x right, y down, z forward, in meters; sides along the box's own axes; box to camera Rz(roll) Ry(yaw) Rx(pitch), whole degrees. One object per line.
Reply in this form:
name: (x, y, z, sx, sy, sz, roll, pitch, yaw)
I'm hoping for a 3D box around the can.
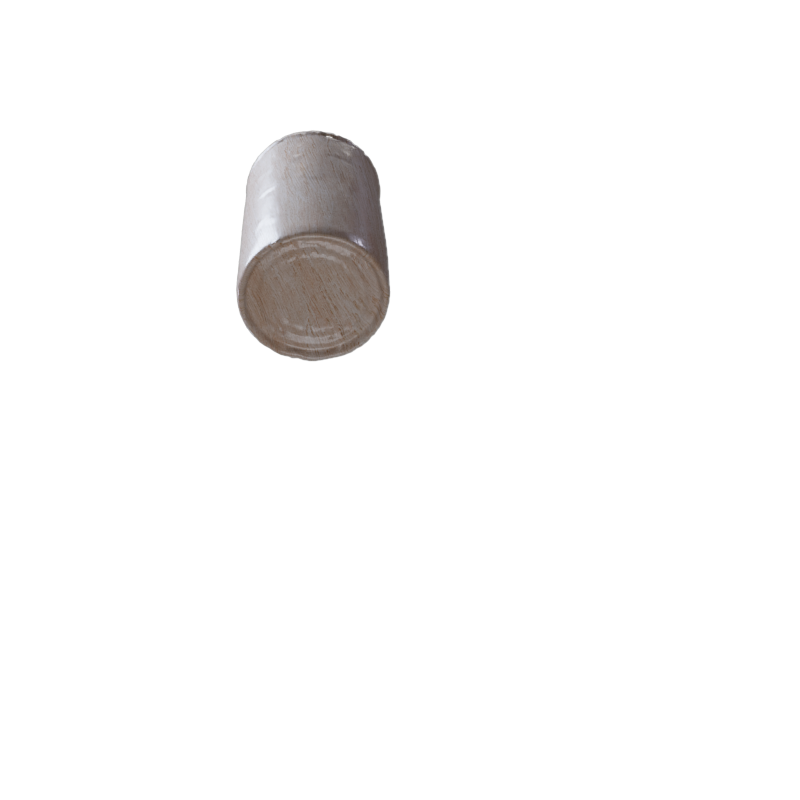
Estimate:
can: (-0.040, -0.074, 0.516, 0.068, 0.064, 0.109, -1, 35, -3)
